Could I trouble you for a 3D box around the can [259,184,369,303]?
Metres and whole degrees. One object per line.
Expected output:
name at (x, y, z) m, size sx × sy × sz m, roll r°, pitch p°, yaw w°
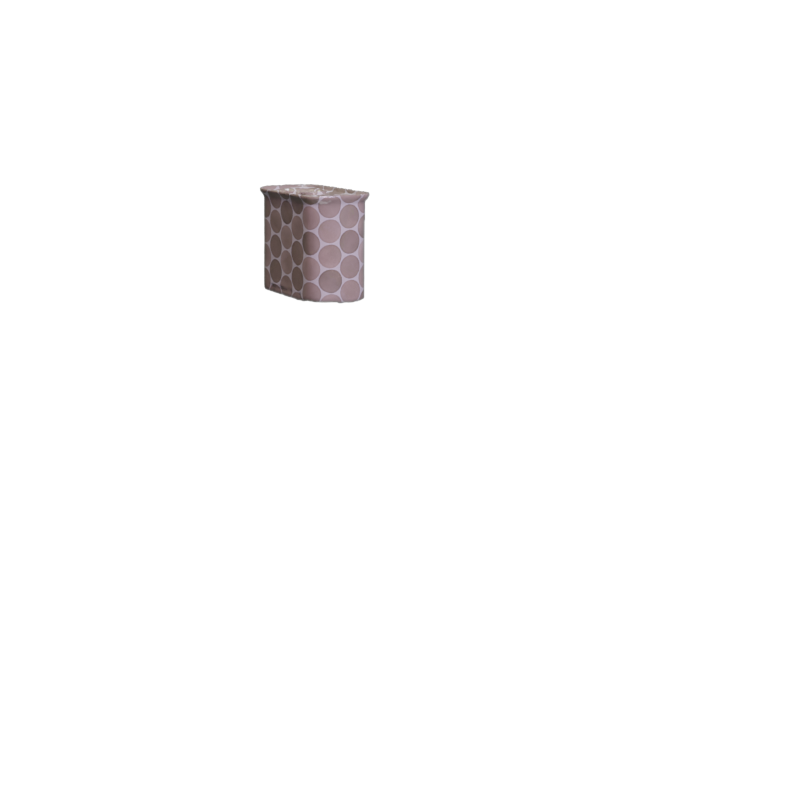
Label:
can at (-0.069, -0.126, 0.881) m, size 0.056 × 0.082 × 0.107 m, roll -6°, pitch 15°, yaw -32°
